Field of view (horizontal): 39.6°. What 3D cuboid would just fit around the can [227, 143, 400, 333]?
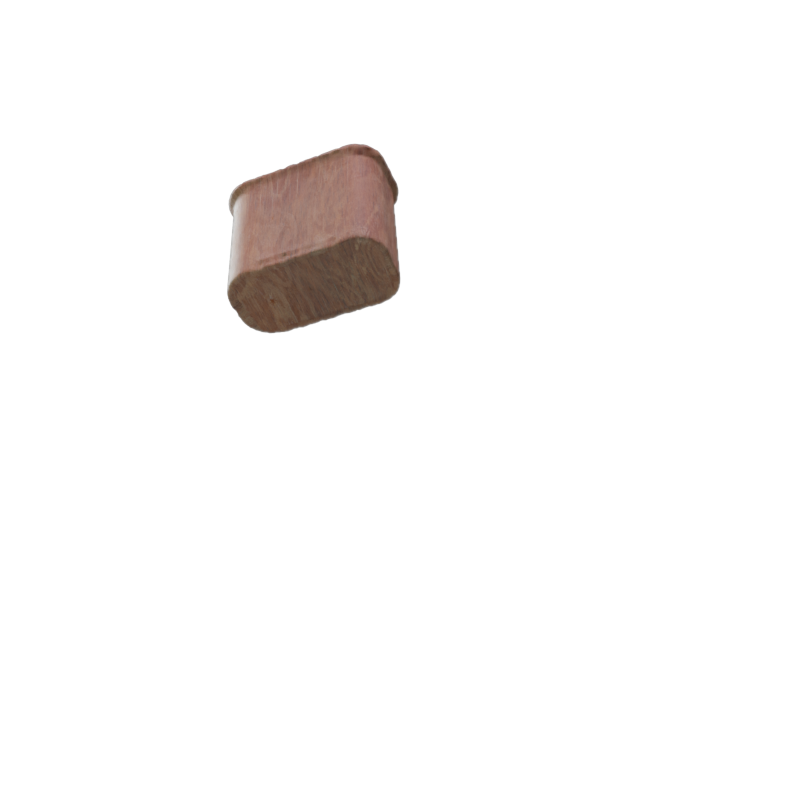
[{"bbox_3d":[-0.051,-0.093,0.648,0.103,0.090,0.053,-17,-47,14],"label":"can"}]
